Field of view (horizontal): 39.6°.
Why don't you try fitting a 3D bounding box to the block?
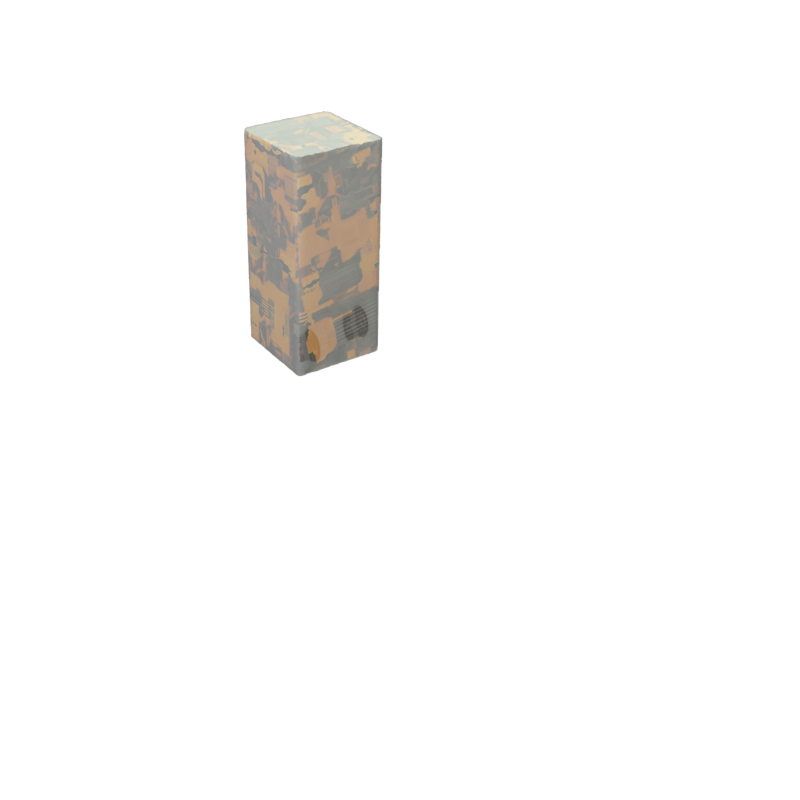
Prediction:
[{"bbox_3d":[-0.078,-0.141,0.986,0.089,0.195,0.097,-16,33,-31],"label":"block"}]
